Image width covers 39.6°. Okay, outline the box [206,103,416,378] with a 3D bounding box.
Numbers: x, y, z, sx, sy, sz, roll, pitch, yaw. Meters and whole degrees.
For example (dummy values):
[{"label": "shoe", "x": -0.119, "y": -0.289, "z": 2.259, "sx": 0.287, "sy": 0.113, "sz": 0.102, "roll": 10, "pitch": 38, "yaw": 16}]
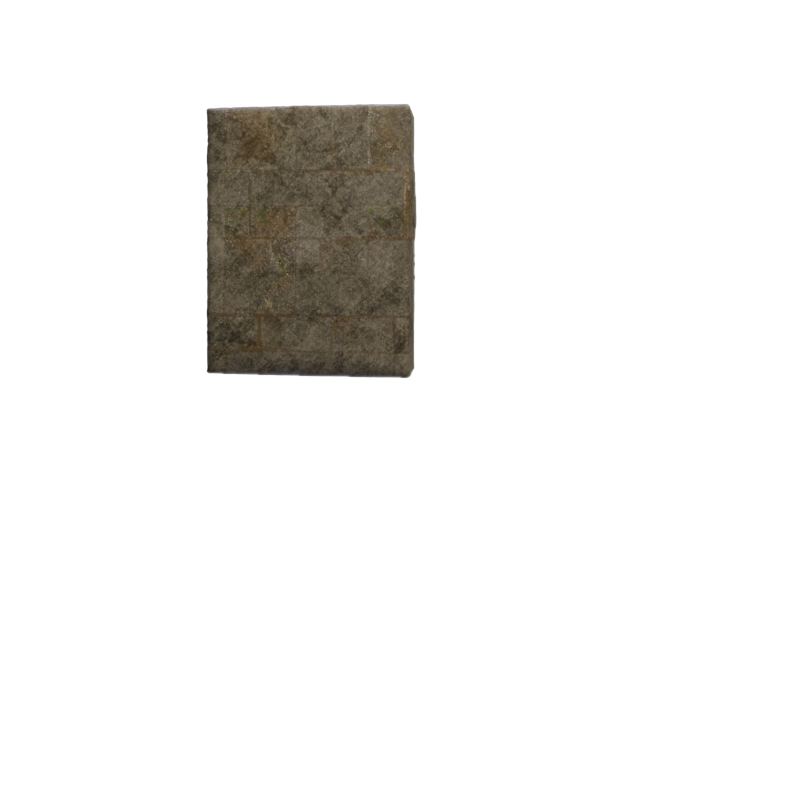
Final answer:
[{"label": "box", "x": -0.070, "y": -0.128, "z": 0.899, "sx": 0.166, "sy": 0.214, "sz": 0.071, "roll": 0, "pitch": 1, "yaw": 8}]
